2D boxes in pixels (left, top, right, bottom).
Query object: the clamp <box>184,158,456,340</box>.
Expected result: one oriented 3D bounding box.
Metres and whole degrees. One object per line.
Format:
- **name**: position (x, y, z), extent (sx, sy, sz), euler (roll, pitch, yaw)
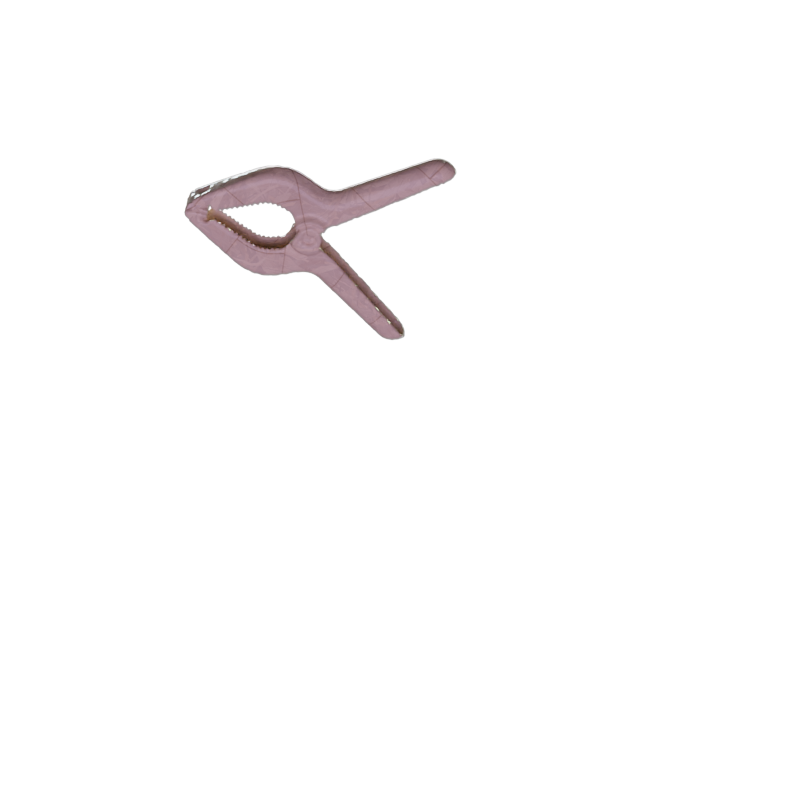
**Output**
- **clamp**: position (-0.071, -0.129, 0.902), extent (0.209, 0.156, 0.038), euler (6, 26, -3)
